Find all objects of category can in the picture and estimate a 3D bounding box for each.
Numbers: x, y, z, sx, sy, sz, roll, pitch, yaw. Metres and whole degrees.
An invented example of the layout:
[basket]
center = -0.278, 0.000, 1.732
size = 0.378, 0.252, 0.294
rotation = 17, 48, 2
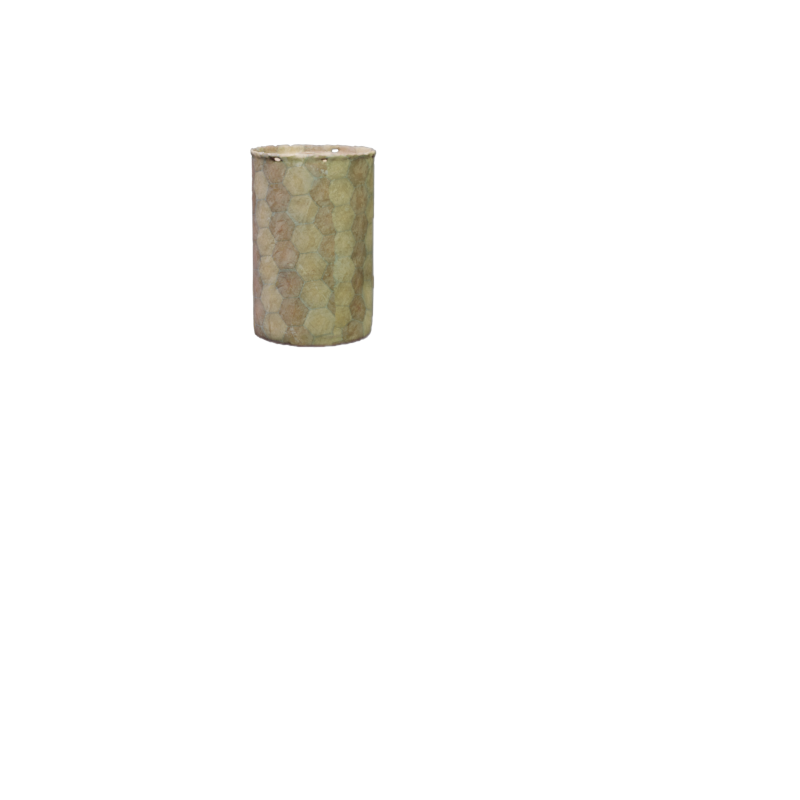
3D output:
[can]
center = -0.047, -0.086, 0.606
size = 0.068, 0.100, 0.071
rotation = 0, 12, -2
